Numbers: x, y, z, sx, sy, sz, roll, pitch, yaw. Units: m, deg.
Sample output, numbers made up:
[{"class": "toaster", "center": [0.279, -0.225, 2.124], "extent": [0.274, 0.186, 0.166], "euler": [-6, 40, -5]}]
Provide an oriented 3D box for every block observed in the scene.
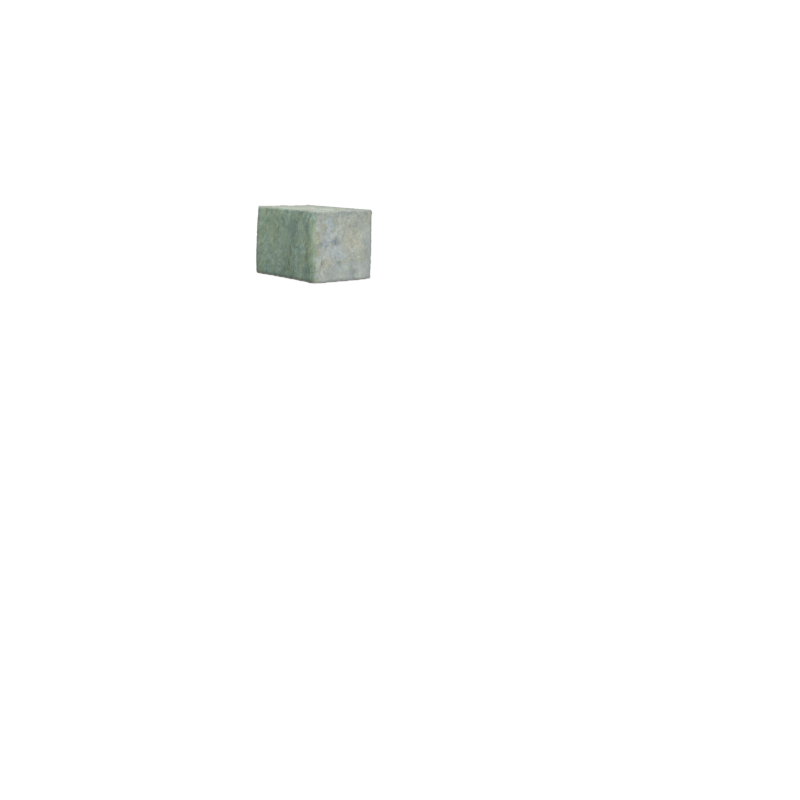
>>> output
[{"class": "block", "center": [-0.064, -0.116, 0.813], "extent": [0.051, 0.050, 0.082], "euler": [-7, 13, -37]}]
